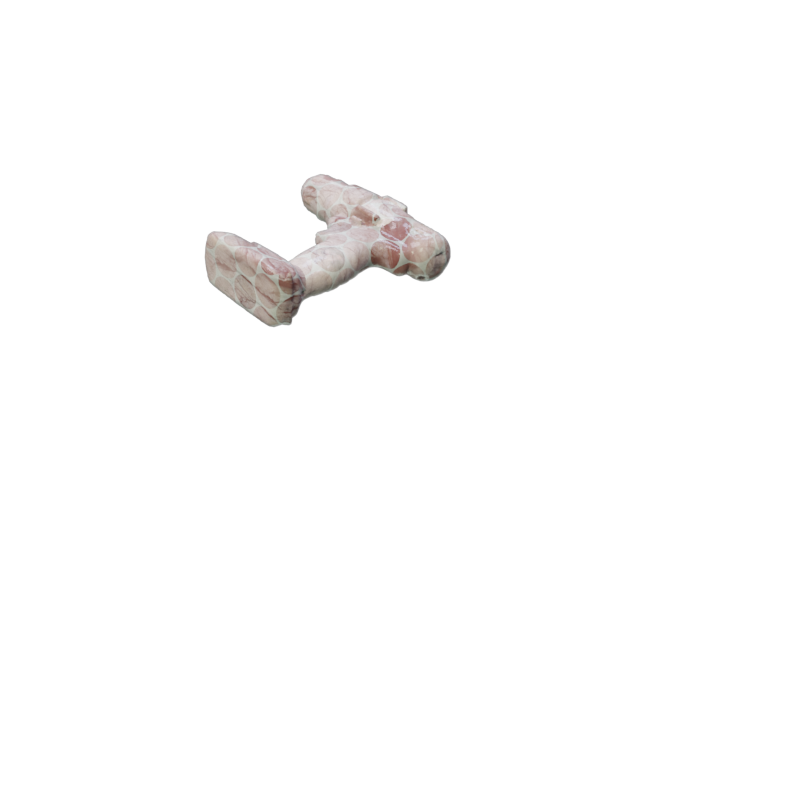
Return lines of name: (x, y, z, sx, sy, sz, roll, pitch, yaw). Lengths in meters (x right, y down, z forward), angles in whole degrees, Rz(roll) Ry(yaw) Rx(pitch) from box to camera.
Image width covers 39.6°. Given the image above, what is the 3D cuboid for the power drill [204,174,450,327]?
power drill: (-0.077, -0.141, 0.988, 0.186, 0.054, 0.198, -26, 42, -33)
